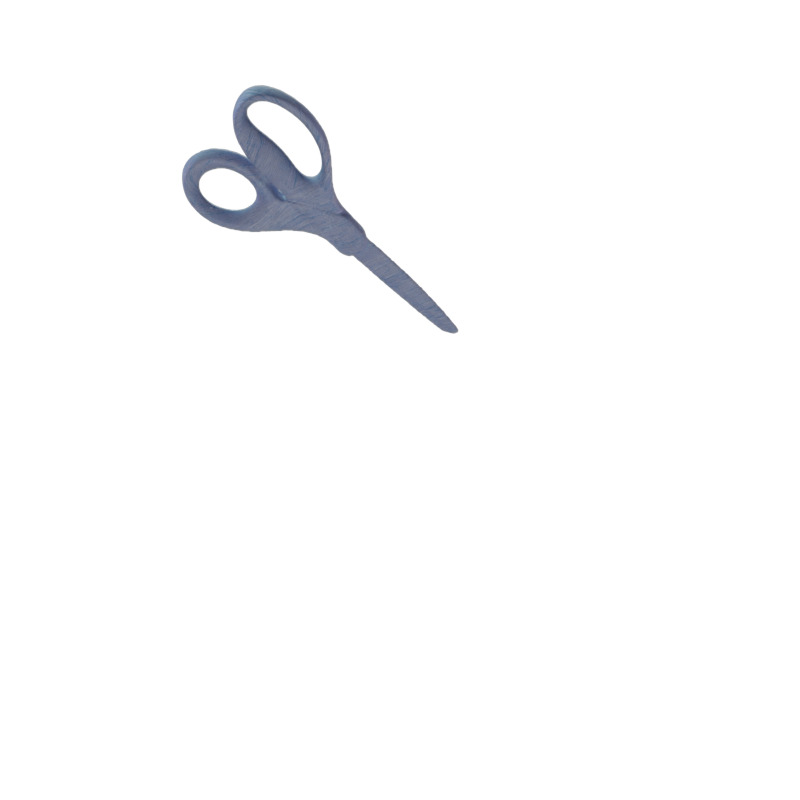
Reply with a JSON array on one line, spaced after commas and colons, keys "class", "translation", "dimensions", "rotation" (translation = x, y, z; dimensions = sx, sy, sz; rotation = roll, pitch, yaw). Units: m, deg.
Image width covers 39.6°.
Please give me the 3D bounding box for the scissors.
[{"class": "scissors", "translation": [-0.051, -0.093, 0.651], "dimensions": [0.096, 0.188, 0.017], "rotation": [-24, 31, 15]}]
